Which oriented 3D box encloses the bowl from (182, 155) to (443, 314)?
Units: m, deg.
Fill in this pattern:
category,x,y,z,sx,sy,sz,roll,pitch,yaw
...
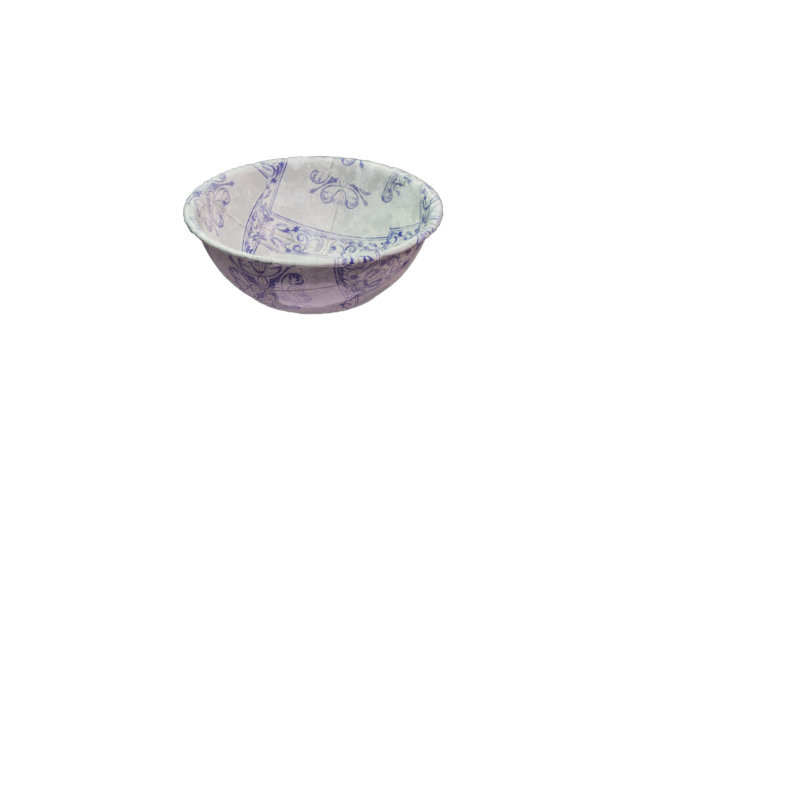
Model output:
category,x,y,z,sx,sy,sz,roll,pitch,yaw
bowl,-0.055,-0.100,0.699,0.162,0.052,0.172,-1,32,-2
